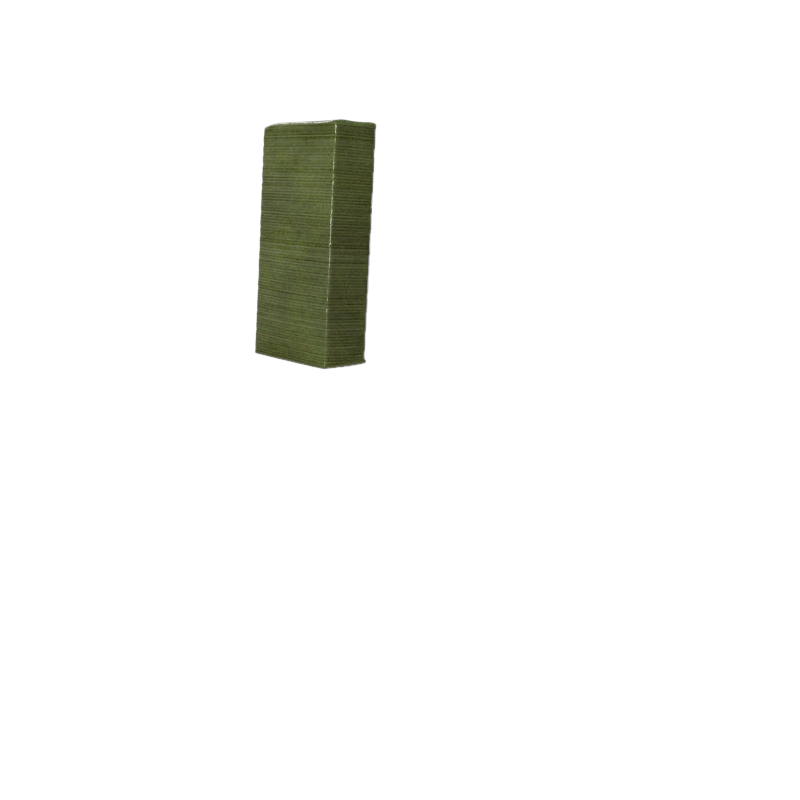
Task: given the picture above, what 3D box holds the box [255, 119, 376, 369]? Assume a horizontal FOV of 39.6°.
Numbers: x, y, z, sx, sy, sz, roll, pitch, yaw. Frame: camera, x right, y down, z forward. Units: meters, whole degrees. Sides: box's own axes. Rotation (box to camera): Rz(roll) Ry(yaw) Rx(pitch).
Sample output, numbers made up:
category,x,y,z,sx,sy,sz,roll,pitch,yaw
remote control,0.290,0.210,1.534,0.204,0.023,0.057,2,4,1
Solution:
category,x,y,z,sx,sy,sz,roll,pitch,yaw
box,-0.064,-0.117,0.819,0.046,0.175,0.097,-2,5,-39
